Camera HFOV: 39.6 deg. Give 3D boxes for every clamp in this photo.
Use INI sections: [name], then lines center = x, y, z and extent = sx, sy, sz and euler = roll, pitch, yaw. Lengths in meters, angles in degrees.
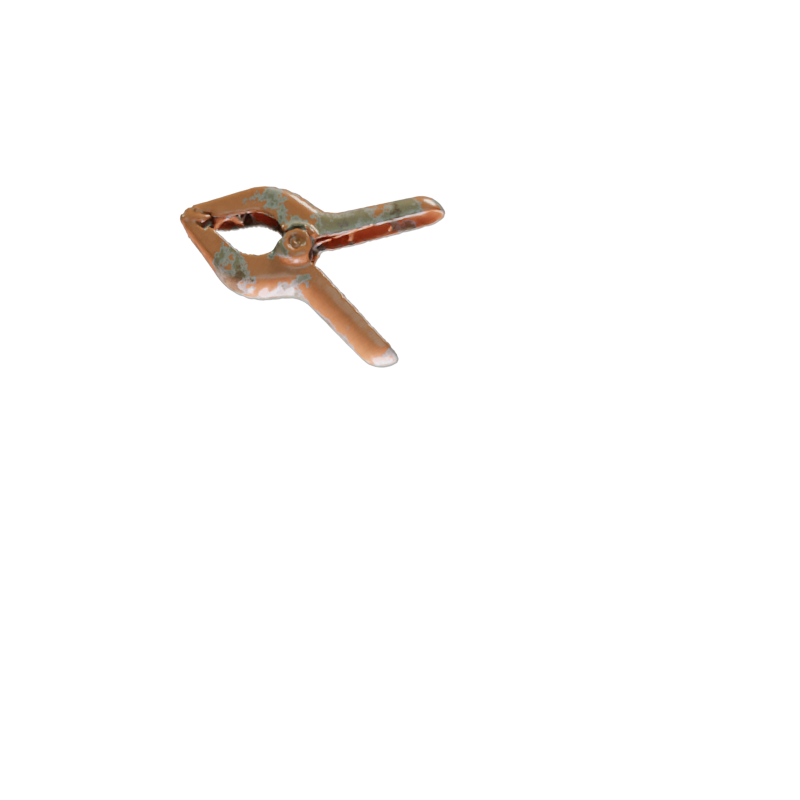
[clamp]
center = -0.057, -0.104, 0.730
extent = 0.176, 0.124, 0.037
euler = 24, -26, 12
